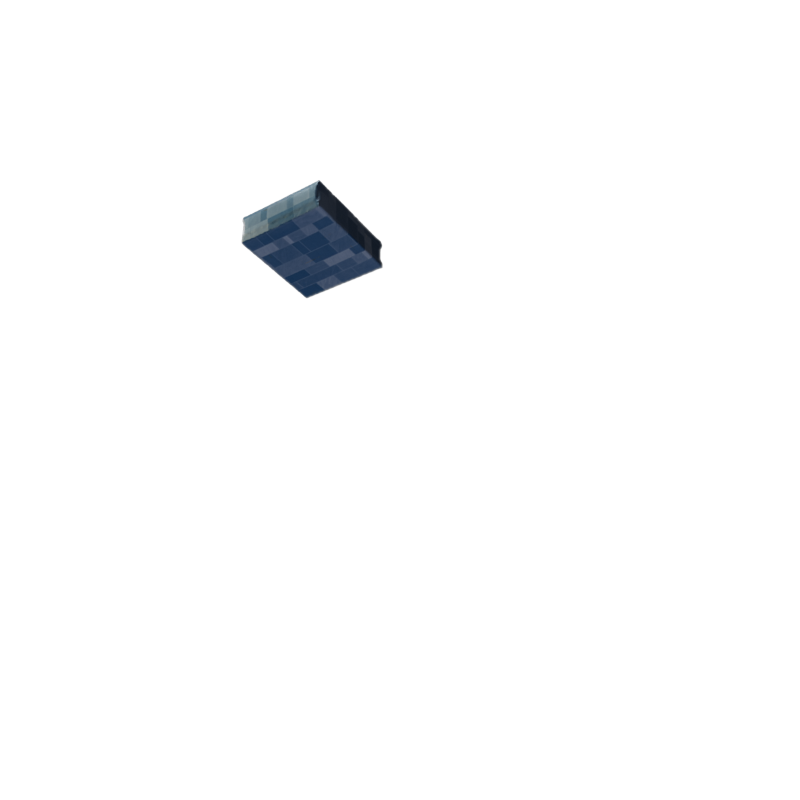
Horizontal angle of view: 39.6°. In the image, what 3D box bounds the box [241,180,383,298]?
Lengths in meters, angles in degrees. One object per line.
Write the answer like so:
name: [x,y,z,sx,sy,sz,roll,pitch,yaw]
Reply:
box: [-0.067,-0.122,0.853,0.073,0.032,0.083,-22,-40,27]
